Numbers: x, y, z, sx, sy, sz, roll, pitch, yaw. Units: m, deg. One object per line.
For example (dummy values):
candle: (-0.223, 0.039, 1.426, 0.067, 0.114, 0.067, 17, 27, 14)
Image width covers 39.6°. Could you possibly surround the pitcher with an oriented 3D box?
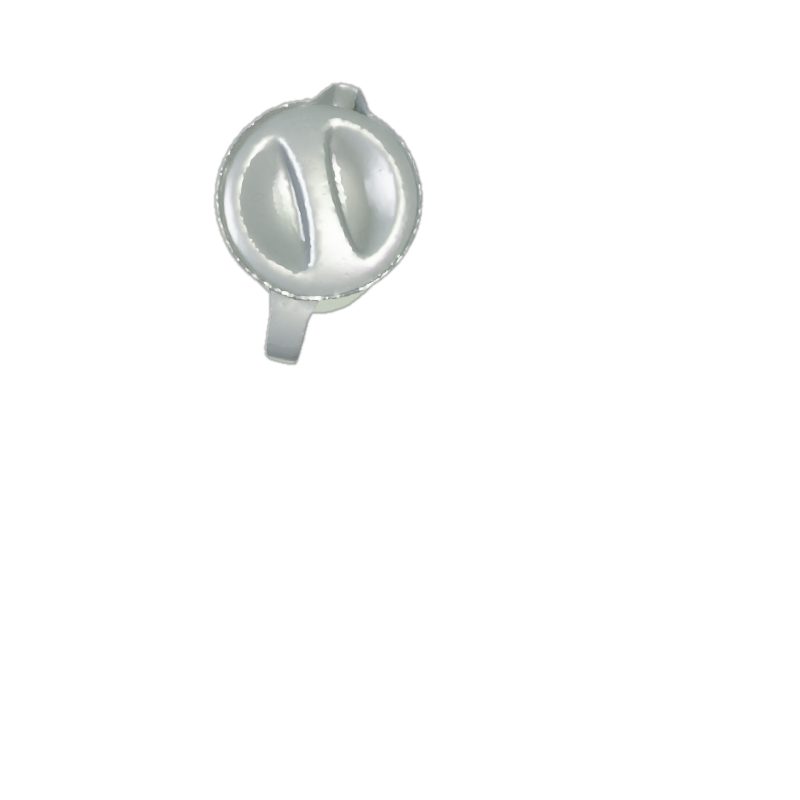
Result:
pitcher: (-0.065, -0.118, 0.824, 0.149, 0.147, 0.240, -33, -1, -5)
